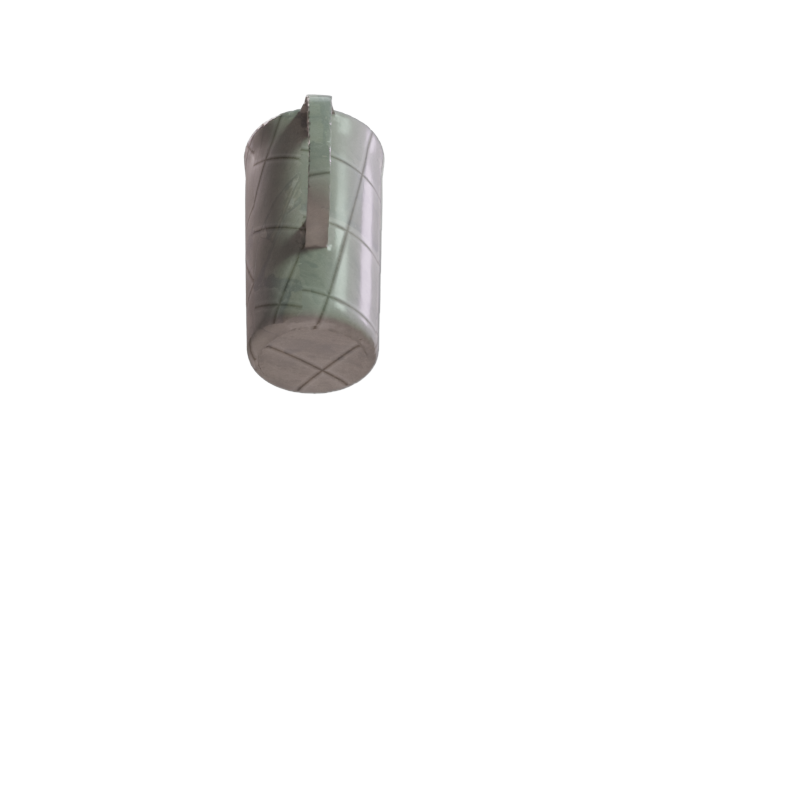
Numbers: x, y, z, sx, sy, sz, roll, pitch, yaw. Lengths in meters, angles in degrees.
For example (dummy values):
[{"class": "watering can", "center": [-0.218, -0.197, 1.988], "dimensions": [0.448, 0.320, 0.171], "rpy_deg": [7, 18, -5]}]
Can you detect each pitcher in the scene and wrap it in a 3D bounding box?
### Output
[{"class": "pitcher", "center": [-0.076, -0.138, 0.968], "dimensions": [0.145, 0.261, 0.139], "rpy_deg": [-28, -45, 28]}]
